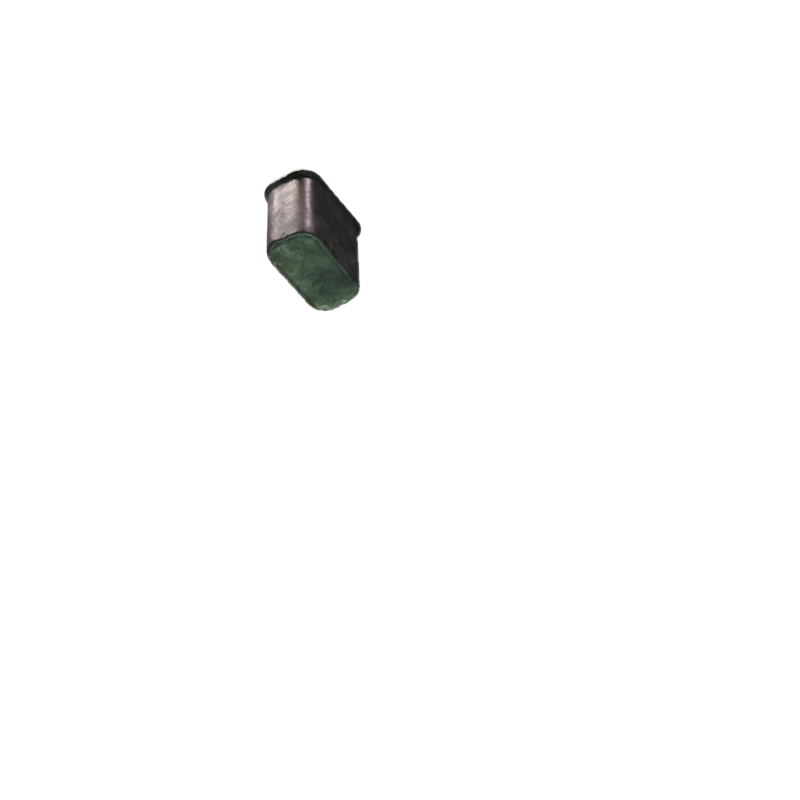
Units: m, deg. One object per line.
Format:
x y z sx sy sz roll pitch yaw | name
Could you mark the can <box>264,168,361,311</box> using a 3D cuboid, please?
-0.078 -0.142 0.993 0.058 0.090 0.094 -25 -49 21 | can
